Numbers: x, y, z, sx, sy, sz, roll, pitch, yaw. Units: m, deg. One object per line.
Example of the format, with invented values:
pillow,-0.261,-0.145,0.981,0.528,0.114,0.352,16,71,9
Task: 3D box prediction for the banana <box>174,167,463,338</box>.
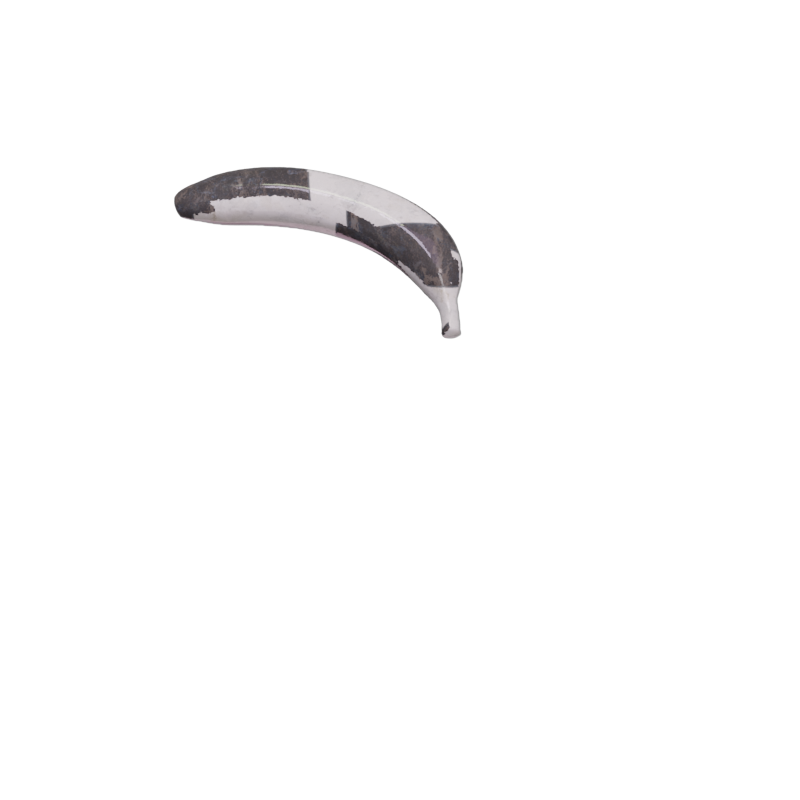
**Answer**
banana,-0.040,-0.107,0.674,0.205,0.072,0.034,24,-34,18
